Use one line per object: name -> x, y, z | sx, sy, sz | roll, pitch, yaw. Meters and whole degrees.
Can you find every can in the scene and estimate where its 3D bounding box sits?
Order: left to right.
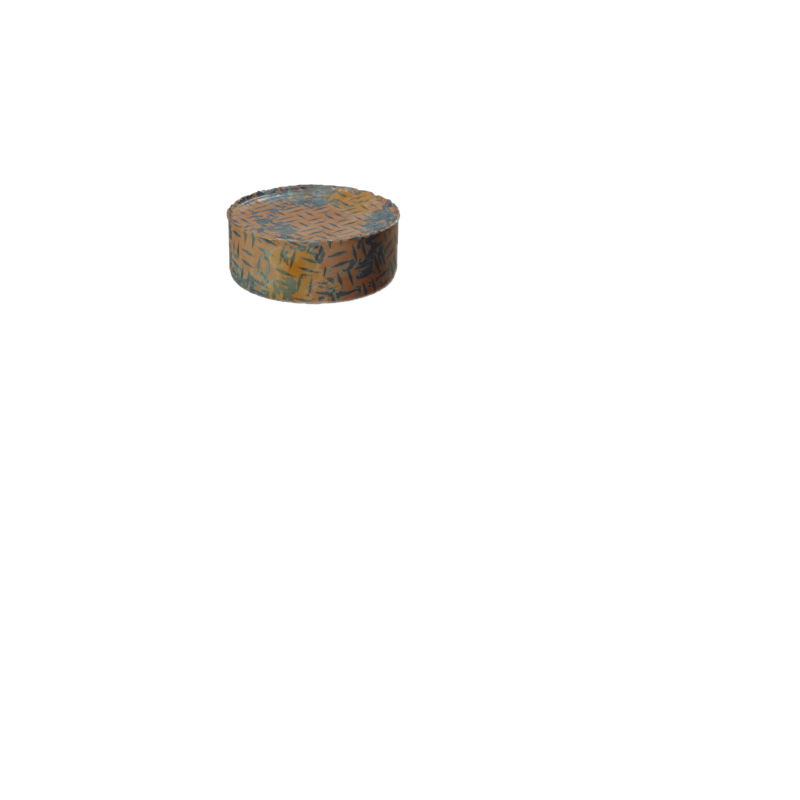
can -> -0.043, -0.079, 0.553 | 0.086, 0.032, 0.091 | -1, 27, -2
